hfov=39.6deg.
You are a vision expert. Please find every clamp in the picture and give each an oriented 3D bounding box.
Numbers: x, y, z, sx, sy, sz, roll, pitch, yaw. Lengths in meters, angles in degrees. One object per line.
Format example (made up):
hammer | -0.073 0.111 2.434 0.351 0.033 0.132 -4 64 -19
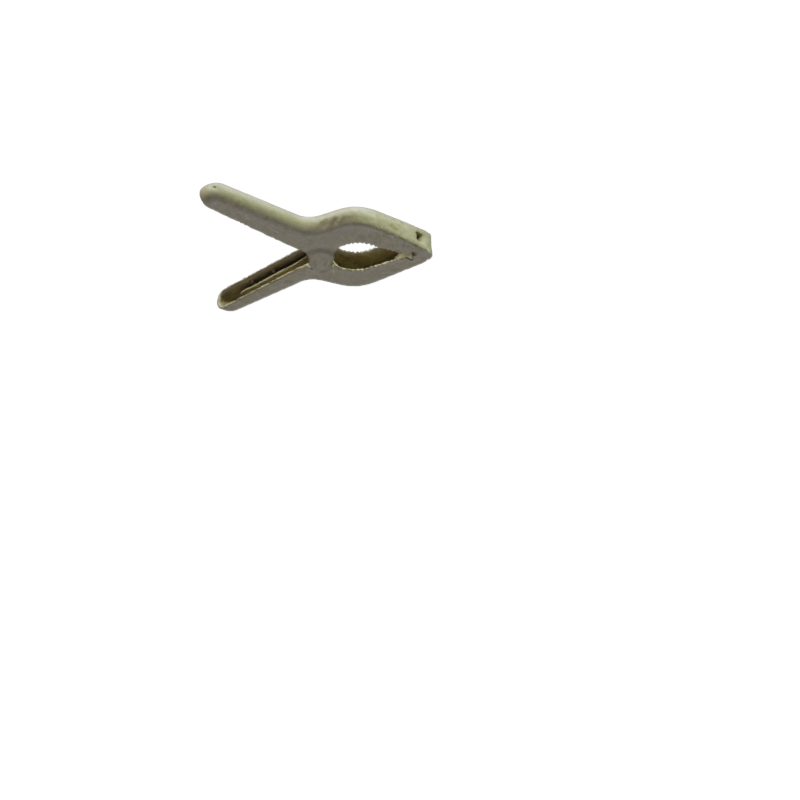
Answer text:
clamp | -0.078 -0.142 0.998 0.211 0.039 0.152 -4 -35 6
